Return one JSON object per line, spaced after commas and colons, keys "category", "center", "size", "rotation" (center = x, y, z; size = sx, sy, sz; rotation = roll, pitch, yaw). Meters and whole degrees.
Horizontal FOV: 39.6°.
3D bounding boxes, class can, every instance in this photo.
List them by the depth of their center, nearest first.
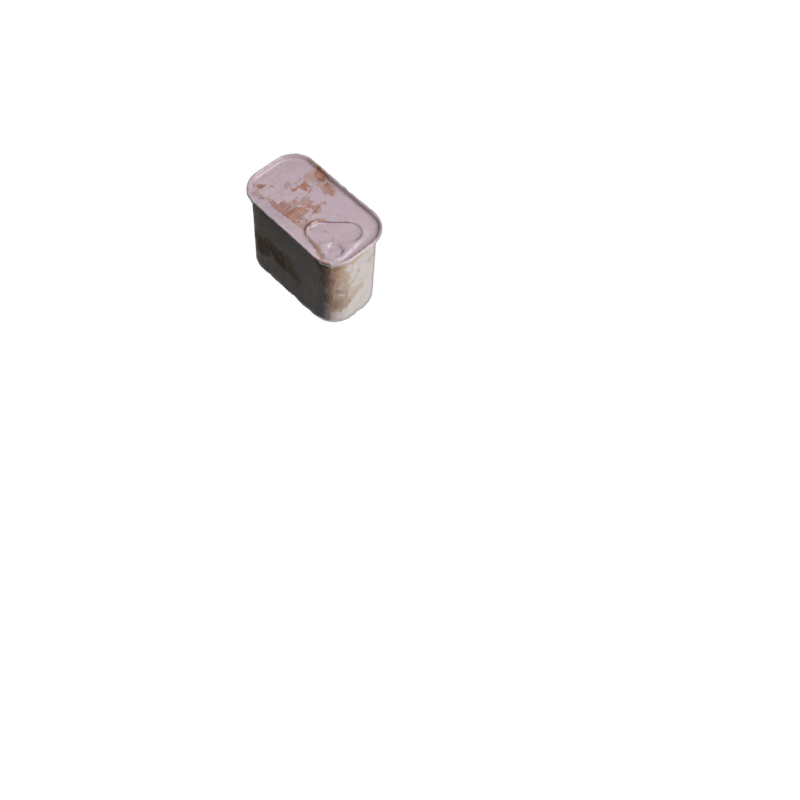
{"category": "can", "center": [-0.063, -0.115, 0.807], "size": [0.058, 0.108, 0.078], "rotation": [-37, -24, -23]}
